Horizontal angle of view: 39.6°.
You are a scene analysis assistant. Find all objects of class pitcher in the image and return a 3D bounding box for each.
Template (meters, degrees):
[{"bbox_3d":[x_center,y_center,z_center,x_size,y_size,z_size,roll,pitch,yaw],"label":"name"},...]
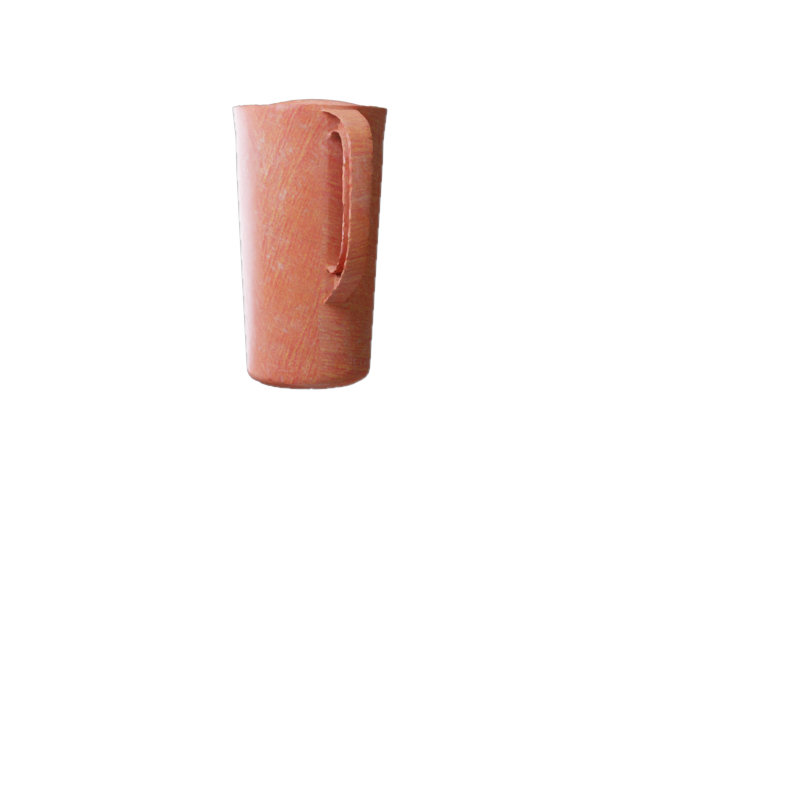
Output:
[{"bbox_3d":[-0.074,-0.135,0.948,0.149,0.240,0.147,2,6,18],"label":"pitcher"}]
